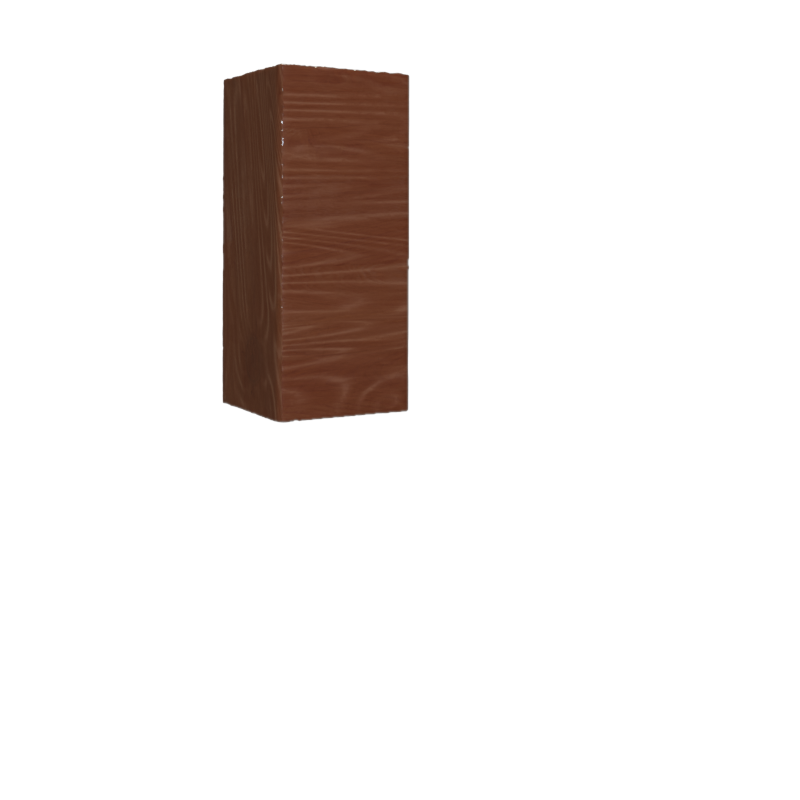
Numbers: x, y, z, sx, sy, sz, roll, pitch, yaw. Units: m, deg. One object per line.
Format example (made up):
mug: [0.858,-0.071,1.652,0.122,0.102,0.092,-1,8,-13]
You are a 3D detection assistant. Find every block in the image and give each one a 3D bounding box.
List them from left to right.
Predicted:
block: [-0.054,-0.099,0.693,0.088,0.206,0.093,-1,2,-30]
